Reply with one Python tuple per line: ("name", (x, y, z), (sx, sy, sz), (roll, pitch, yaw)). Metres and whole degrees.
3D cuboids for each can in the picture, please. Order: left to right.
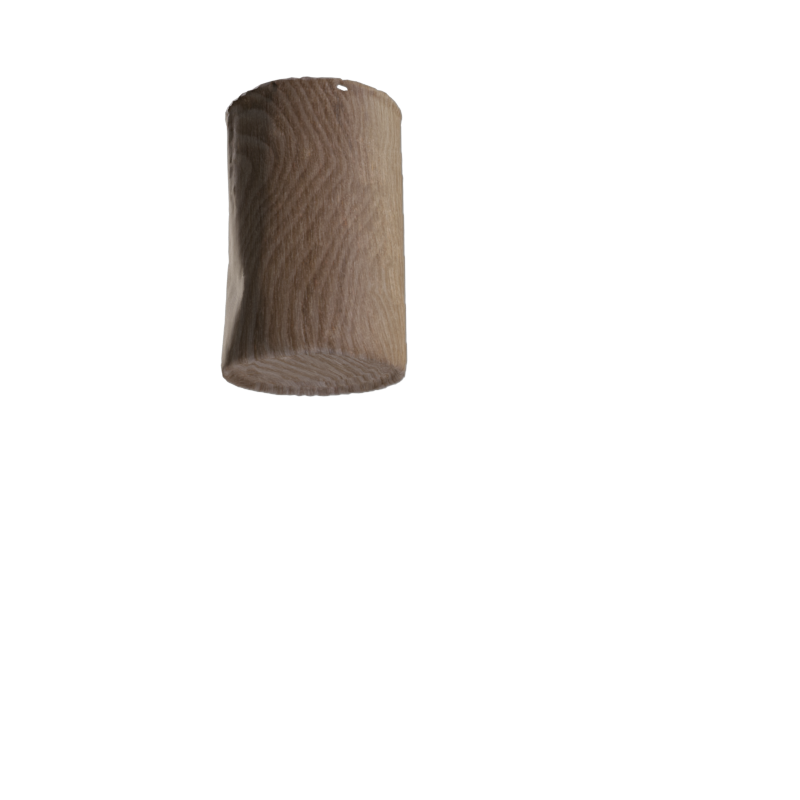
("can", (-0.032, -0.058, 0.408), (0.068, 0.107, 0.066), (0, -17, -2))
